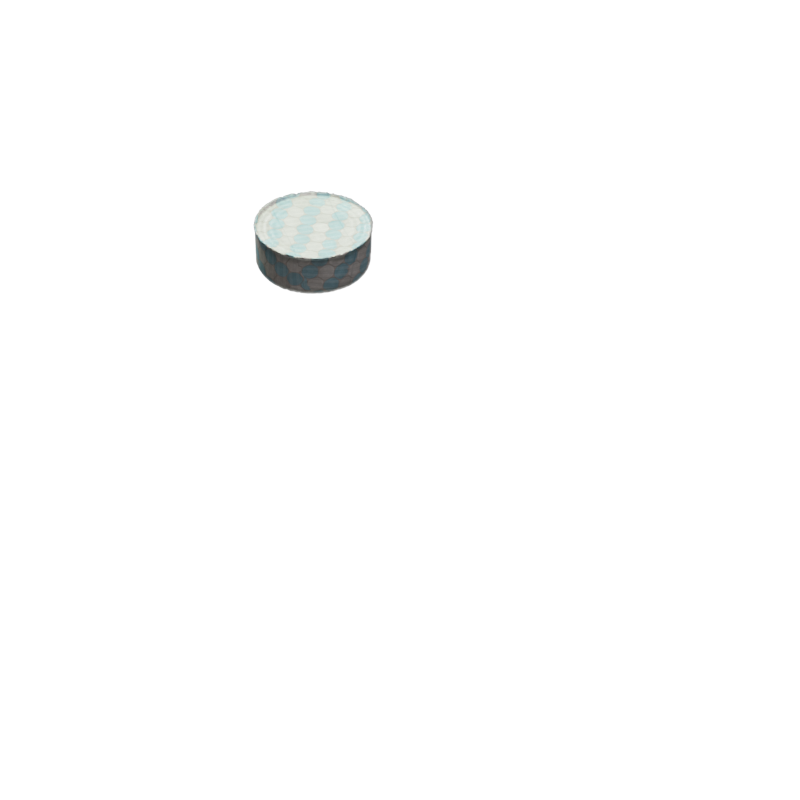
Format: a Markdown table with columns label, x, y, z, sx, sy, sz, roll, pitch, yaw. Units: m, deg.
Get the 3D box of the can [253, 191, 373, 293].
| label | x | y | z | sx | sy | sz | roll | pitch | yaw |
| --- | --- | --- | --- | --- | --- | --- | --- | --- | --- |
| can | -0.063 | -0.115 | 0.806 | 0.086 | 0.031 | 0.092 | -1 | 40 | -2 |
